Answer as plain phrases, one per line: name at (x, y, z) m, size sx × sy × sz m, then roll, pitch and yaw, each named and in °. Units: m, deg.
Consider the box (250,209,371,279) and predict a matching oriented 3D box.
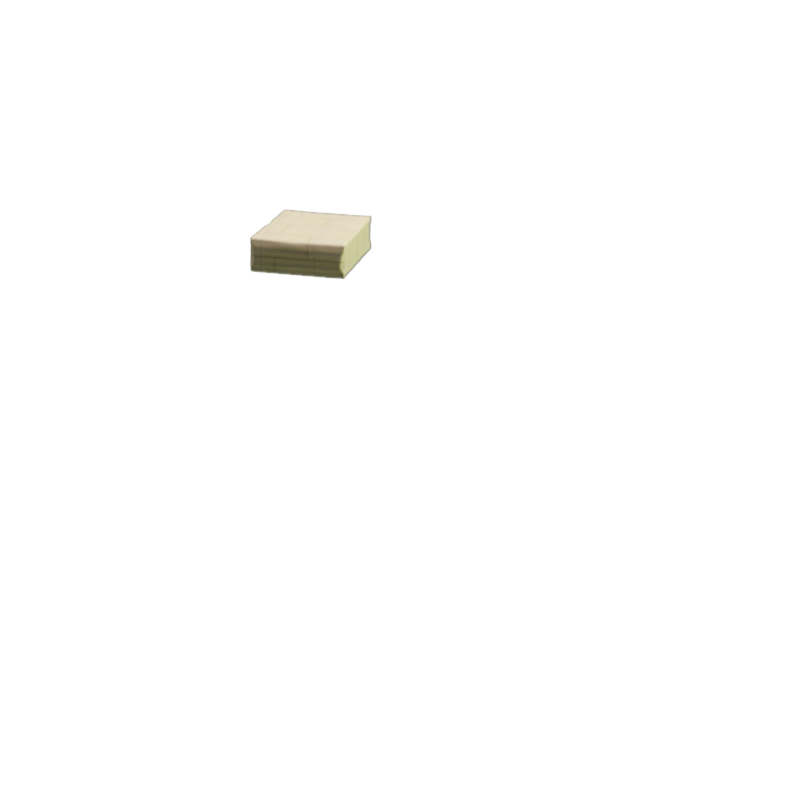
box at (-0.066, -0.121, 0.847) m, size 0.075 × 0.029 × 0.091 m, roll 6°, pitch 24°, yaw 13°
